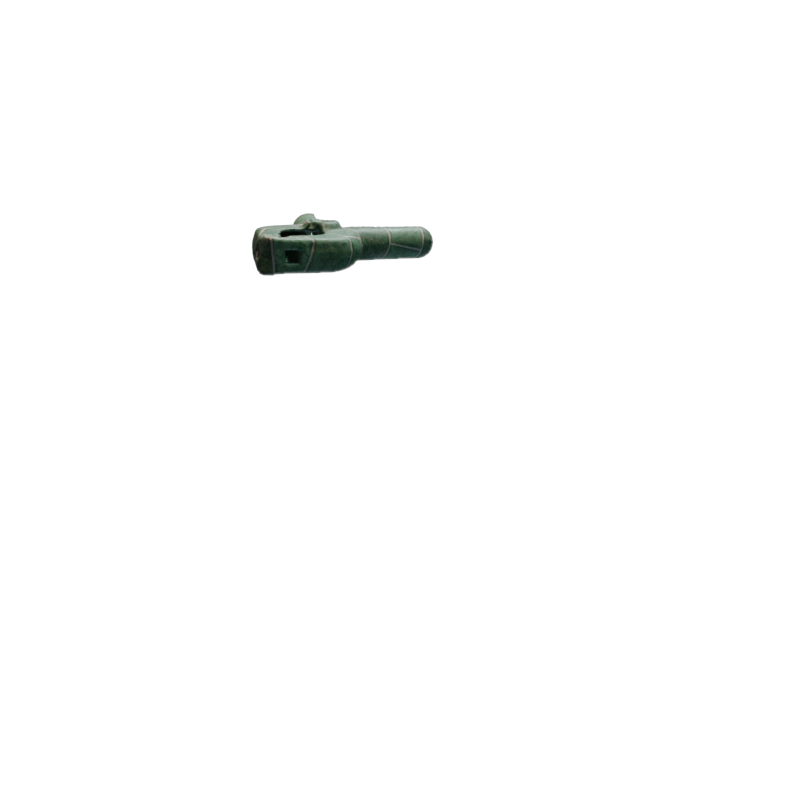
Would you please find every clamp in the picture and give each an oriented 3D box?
[{"bbox_3d":[-0.066,-0.120,0.842,0.125,0.039,0.167,7,13,34],"label":"clamp"}]
